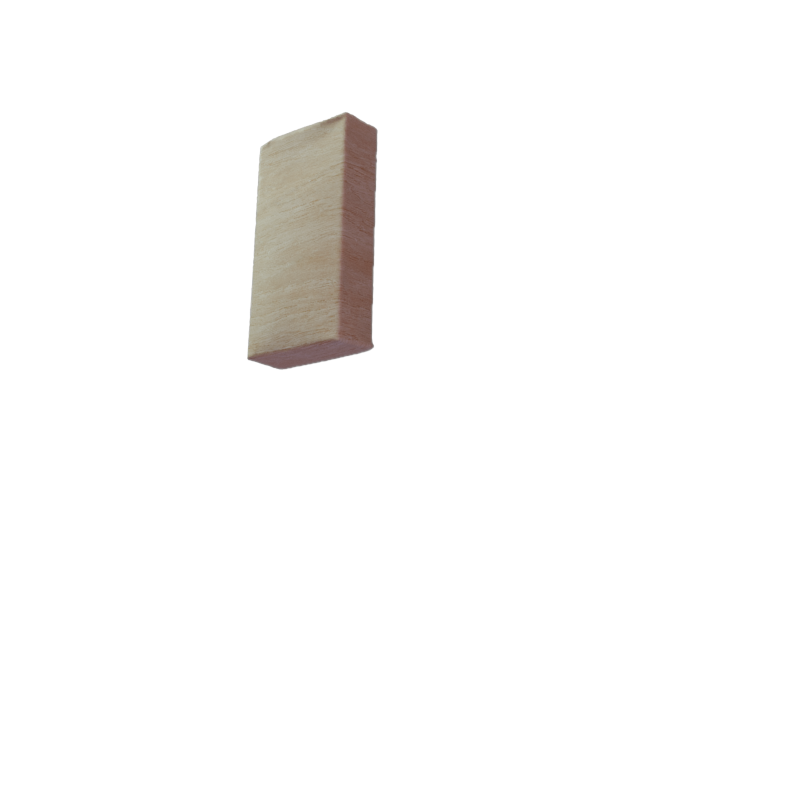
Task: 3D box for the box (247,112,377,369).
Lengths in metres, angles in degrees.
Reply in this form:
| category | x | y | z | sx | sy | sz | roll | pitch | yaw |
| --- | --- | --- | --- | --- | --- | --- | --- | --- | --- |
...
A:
| category | x | y | z | sx | sy | sz | roll | pitch | yaw |
| --- | --- | --- | --- | --- | --- | --- | --- | --- | --- |
| box | -0.065 | -0.118 | 0.824 | 0.095 | 0.184 | 0.045 | -15 | -22 | 37 |
